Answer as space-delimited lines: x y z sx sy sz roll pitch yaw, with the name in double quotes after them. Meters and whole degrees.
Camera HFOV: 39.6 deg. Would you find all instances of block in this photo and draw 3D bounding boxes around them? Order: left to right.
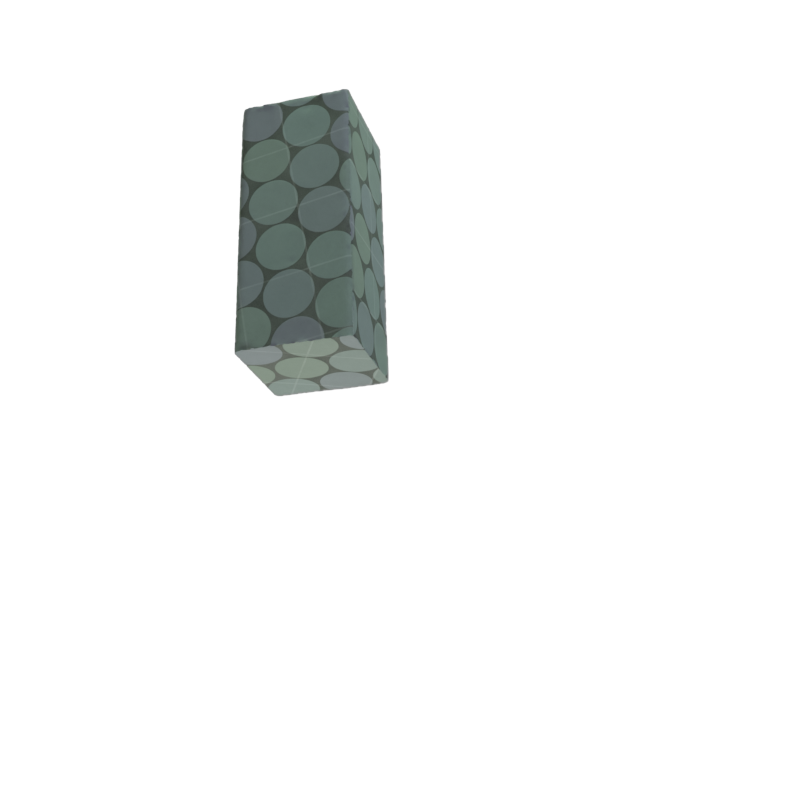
-0.066 -0.119 0.836 0.091 0.219 0.084 -9 -28 14 "block"
